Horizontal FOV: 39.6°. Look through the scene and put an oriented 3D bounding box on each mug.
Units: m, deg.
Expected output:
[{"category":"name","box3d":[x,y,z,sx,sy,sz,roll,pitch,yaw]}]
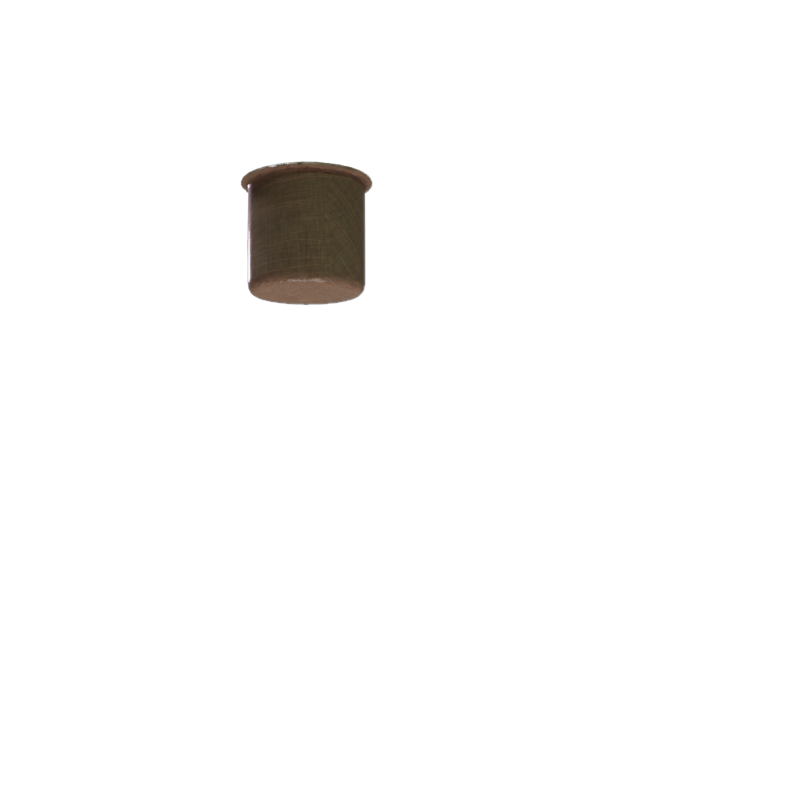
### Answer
[{"category":"mug","box3d":[-0.061,-0.112,0.782,0.095,0.084,0.111,-4,-10,20]}]
